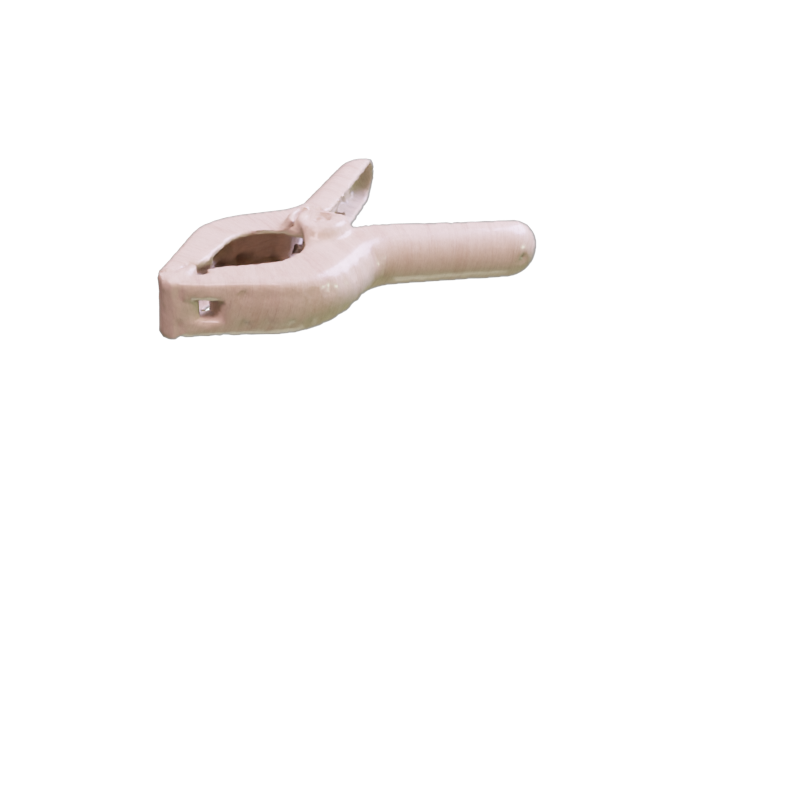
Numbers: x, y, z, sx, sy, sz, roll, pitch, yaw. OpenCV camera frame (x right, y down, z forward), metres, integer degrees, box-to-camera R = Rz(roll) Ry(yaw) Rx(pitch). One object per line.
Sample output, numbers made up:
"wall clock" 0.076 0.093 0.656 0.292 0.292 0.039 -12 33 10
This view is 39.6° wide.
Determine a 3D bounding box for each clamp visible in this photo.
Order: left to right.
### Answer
"clamp" -0.039 -0.071 0.498 0.168 0.037 0.128 -16 30 -30
